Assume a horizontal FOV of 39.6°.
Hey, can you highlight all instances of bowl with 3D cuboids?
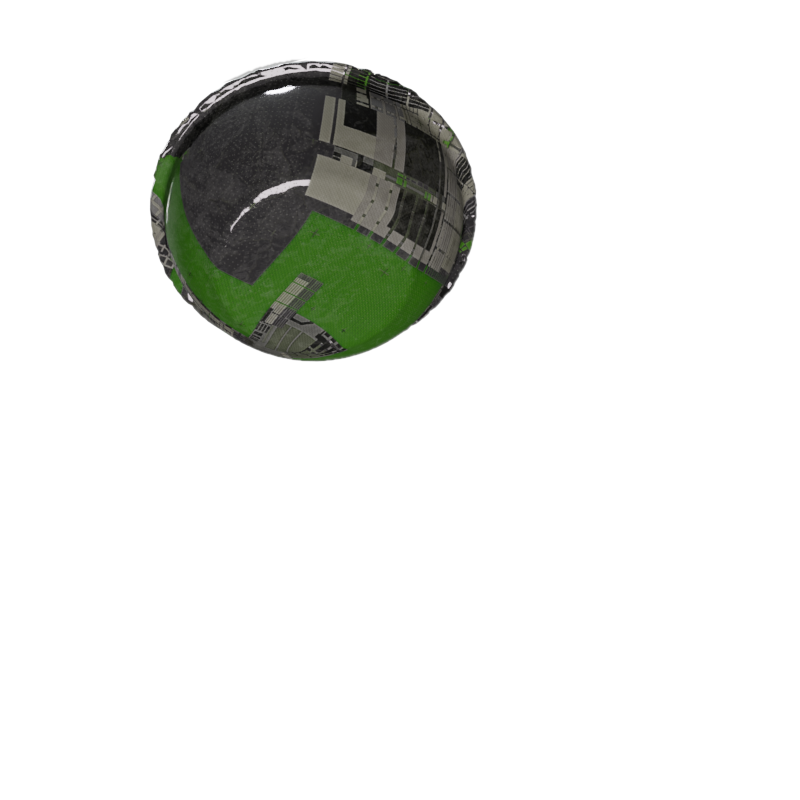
[{"bbox_3d":[-0.041,-0.075,0.525,0.162,0.153,0.058,1,30,-1],"label":"bowl"}]
